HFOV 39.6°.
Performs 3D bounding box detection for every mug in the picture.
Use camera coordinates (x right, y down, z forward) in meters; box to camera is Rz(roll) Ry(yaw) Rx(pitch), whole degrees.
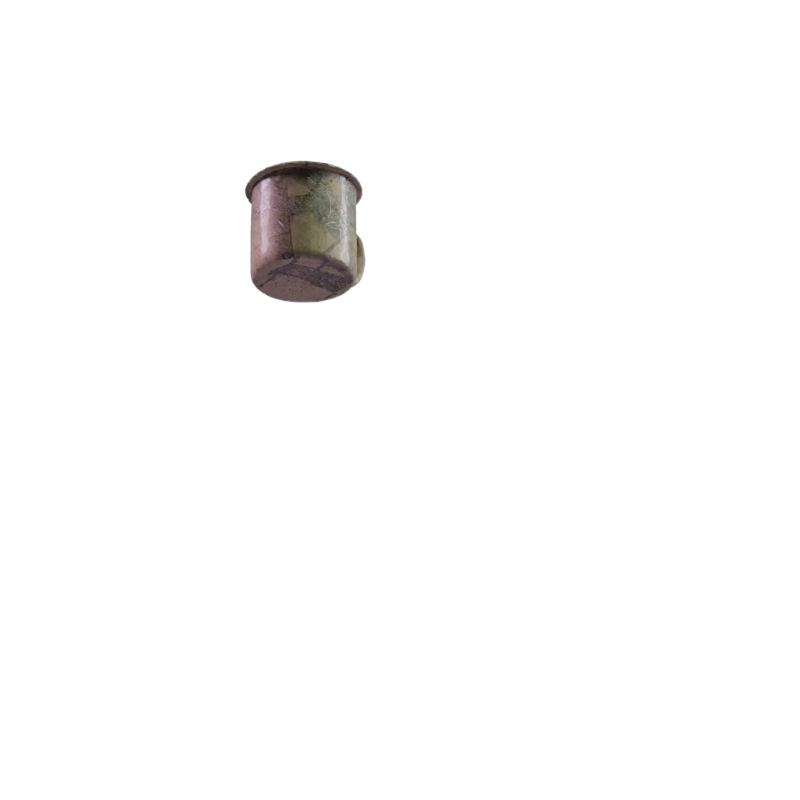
[{"bbox_3d":[-0.068,-0.124,0.869,0.094,0.086,0.109,-17,-28,33],"label":"mug"}]
